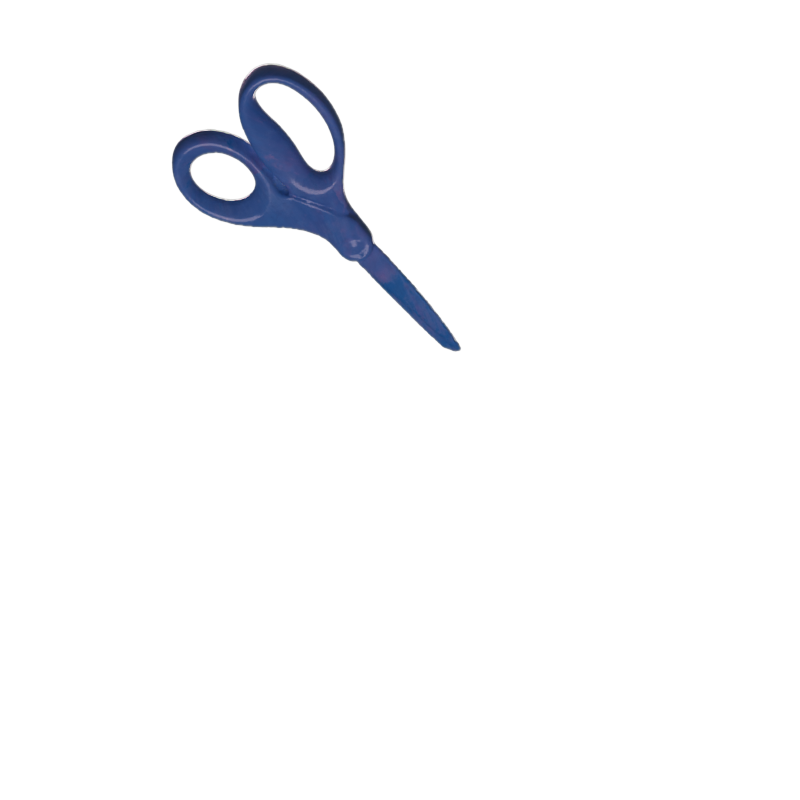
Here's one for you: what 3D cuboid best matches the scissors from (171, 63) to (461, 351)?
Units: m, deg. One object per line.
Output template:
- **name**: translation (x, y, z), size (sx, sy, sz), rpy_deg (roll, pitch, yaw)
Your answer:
- **scissors**: translation (-0.045, -0.082, 0.575), size (0.097, 0.187, 0.017), rpy_deg (-17, 37, 13)
